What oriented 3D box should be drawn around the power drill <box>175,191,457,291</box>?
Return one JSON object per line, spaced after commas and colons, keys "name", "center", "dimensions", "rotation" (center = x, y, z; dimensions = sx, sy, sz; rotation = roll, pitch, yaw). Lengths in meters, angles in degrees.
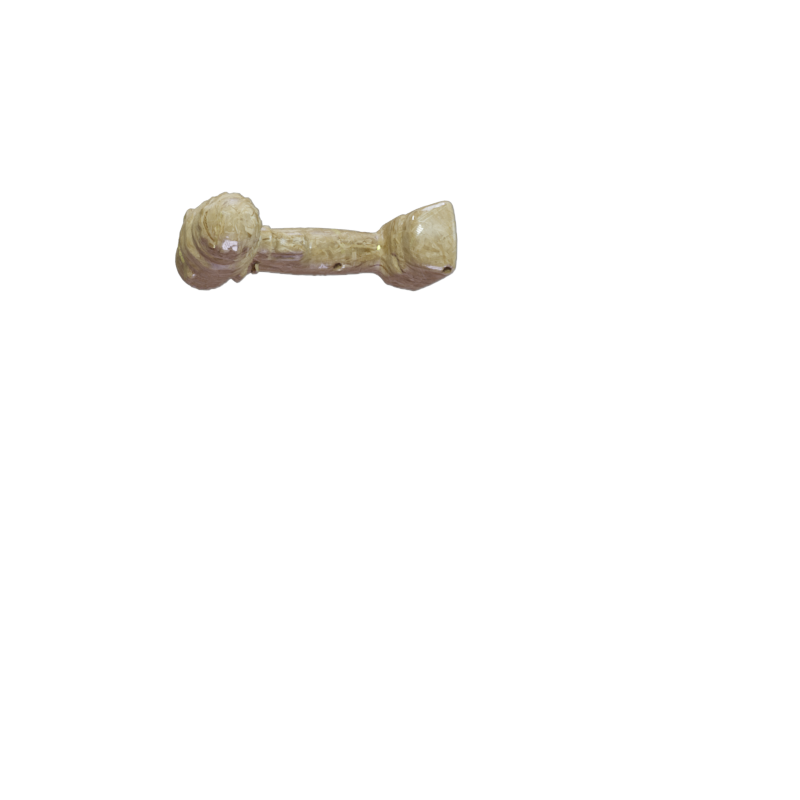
{"name": "power drill", "center": [-0.060, -0.110, 0.768], "dimensions": [0.184, 0.058, 0.186], "rotation": [0, -1, -14]}
